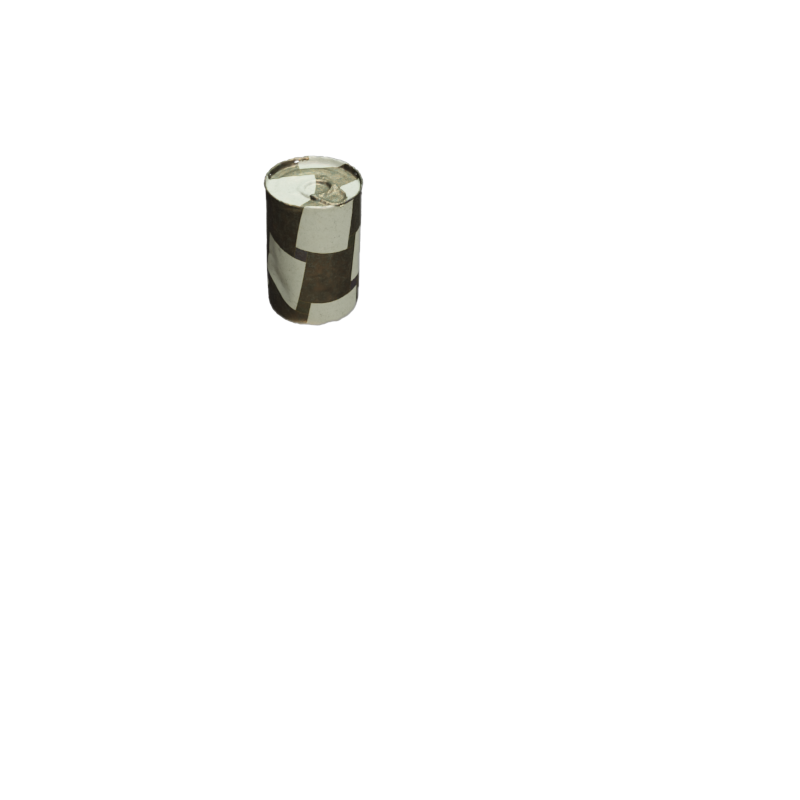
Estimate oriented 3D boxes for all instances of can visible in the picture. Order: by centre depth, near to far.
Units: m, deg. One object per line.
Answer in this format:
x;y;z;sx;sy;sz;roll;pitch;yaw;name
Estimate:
-0.061;-0.112;0.784;0.068;0.095;0.073;0;38;-3;can
